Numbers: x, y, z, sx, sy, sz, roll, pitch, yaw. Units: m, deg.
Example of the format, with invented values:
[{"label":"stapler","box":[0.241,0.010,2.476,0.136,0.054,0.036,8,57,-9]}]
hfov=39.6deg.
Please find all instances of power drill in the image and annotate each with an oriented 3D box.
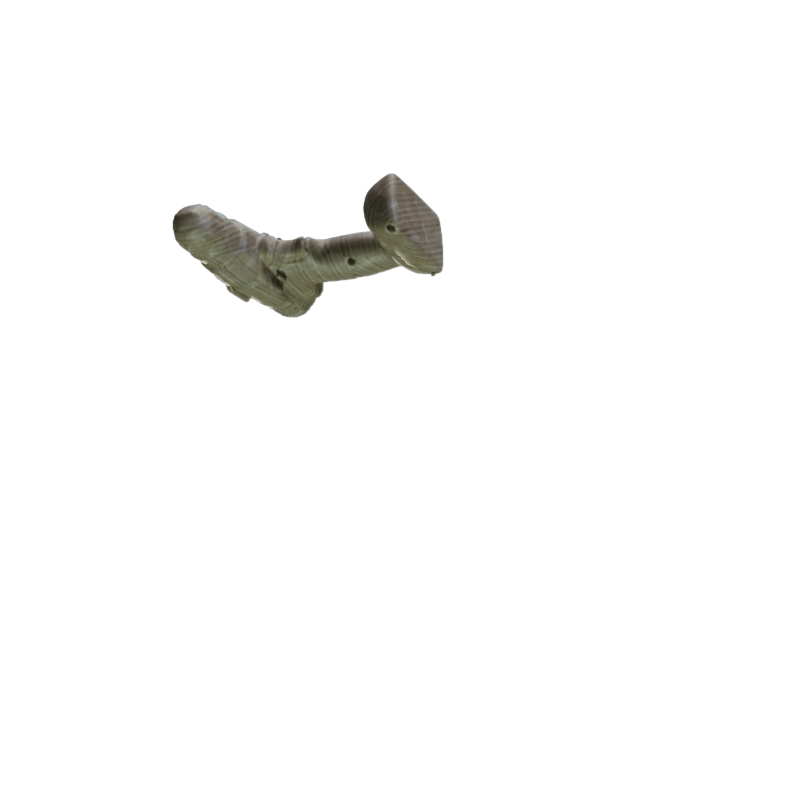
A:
[{"label":"power drill","box":[-0.072,-0.132,0.925,0.191,0.060,0.172,-10,-21,27]}]
